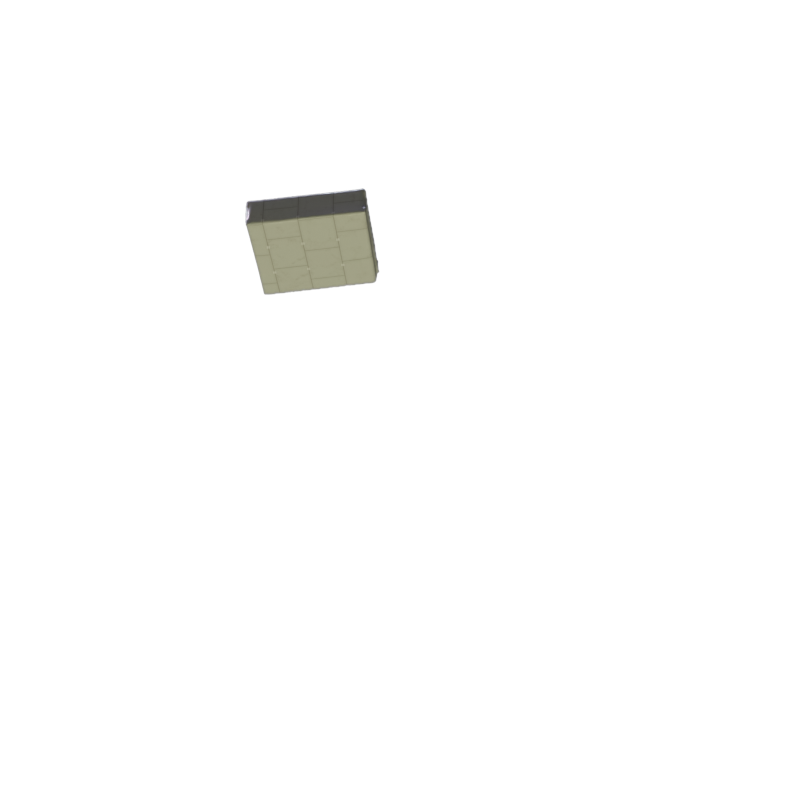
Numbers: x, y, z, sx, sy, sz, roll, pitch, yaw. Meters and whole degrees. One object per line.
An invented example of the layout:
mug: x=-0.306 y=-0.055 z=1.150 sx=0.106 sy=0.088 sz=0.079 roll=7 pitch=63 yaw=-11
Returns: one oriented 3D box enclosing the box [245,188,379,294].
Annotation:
box: x=-0.064 y=-0.117 z=0.819 sx=0.090 sy=0.032 sz=0.068 roll=-6 pitch=-44 yaw=6
